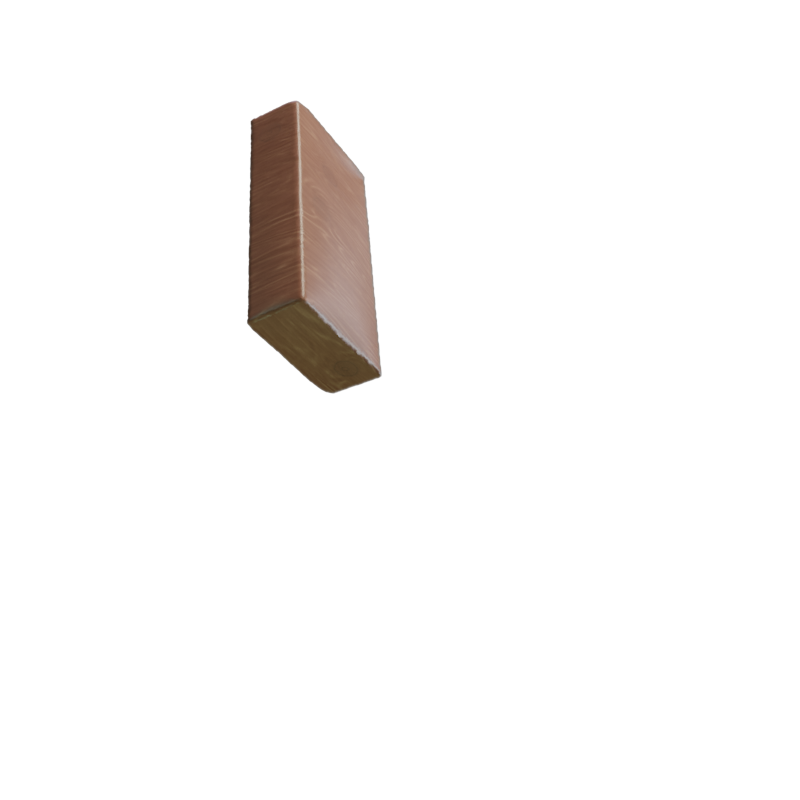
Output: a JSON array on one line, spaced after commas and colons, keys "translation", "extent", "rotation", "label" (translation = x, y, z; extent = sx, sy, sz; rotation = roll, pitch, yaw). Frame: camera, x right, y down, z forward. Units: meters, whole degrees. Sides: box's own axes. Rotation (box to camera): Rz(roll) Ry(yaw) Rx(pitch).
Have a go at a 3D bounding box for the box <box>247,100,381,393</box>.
[{"translation": [-0.055, -0.101, 0.709], "extent": [0.048, 0.189, 0.086], "rotation": [-22, -41, 23], "label": "box"}]
